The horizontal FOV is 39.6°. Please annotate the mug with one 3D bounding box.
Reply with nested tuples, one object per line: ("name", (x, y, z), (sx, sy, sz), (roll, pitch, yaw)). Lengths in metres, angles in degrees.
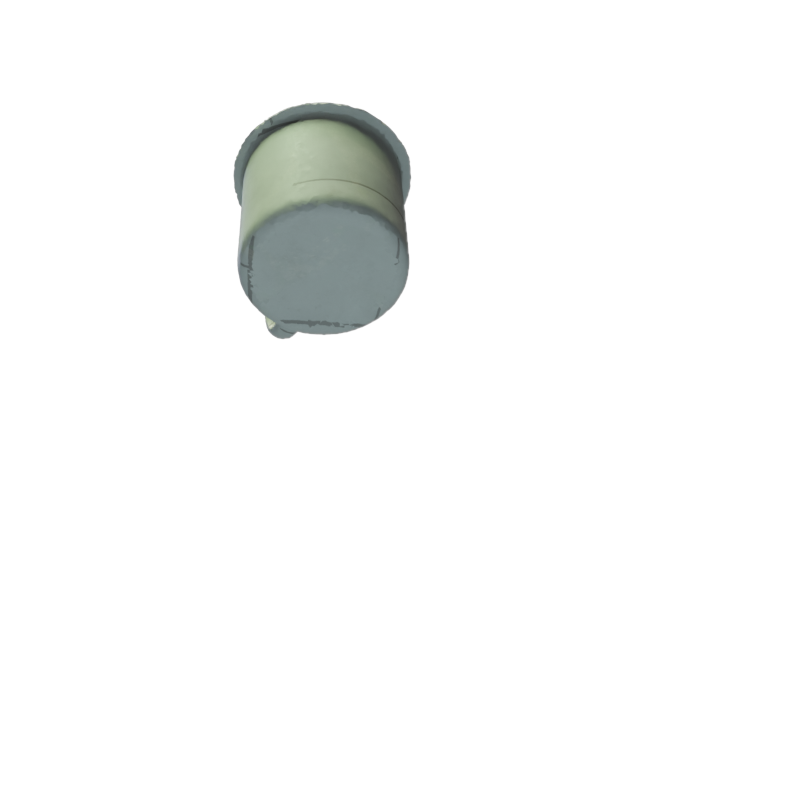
("mug", (-0.044, -0.079, 0.556), (0.090, 0.113, 0.087), (19, 38, -18))
